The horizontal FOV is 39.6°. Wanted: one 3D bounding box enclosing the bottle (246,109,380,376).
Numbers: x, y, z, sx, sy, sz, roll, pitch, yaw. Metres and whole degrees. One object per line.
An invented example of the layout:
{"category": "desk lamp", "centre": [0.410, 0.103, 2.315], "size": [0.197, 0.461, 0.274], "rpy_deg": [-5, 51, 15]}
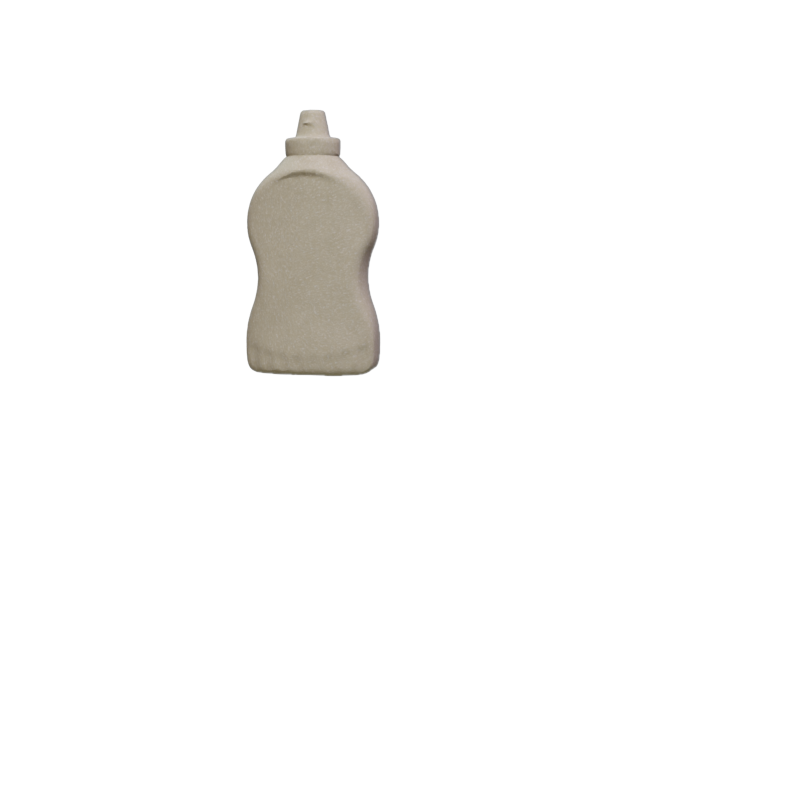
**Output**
{"category": "bottle", "centre": [-0.064, -0.116, 0.813], "size": [0.098, 0.191, 0.057], "rpy_deg": [0, 1, 13]}
